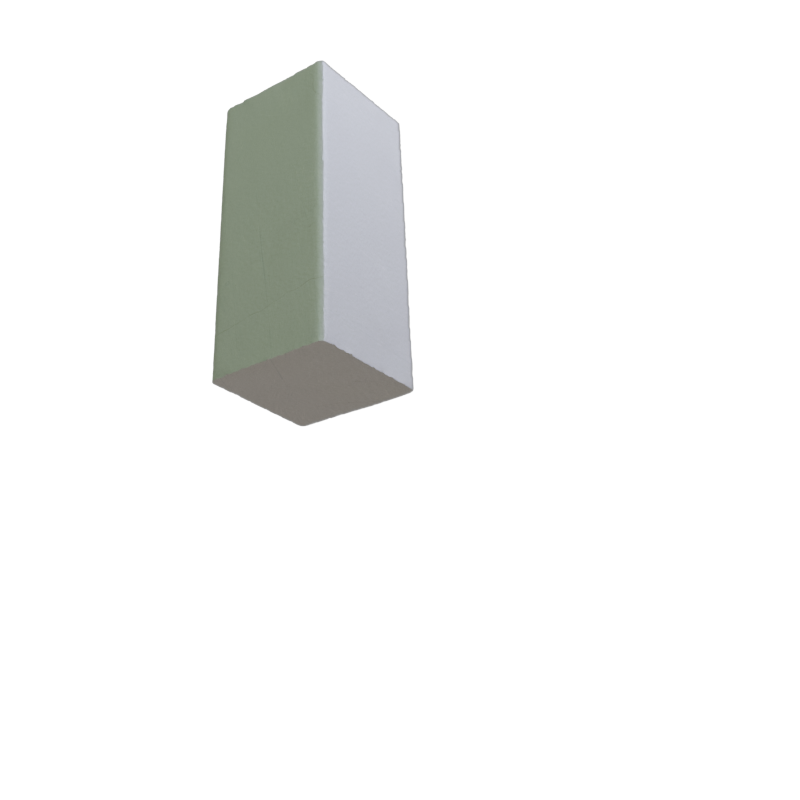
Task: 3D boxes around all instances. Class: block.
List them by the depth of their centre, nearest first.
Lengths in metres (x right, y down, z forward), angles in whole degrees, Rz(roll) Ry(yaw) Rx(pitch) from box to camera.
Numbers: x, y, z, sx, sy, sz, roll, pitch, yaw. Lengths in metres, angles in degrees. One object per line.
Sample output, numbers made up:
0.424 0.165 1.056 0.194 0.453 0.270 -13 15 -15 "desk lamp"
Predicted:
-0.057 -0.102 0.718 0.091 0.220 0.084 -22 -35 31 "block"
